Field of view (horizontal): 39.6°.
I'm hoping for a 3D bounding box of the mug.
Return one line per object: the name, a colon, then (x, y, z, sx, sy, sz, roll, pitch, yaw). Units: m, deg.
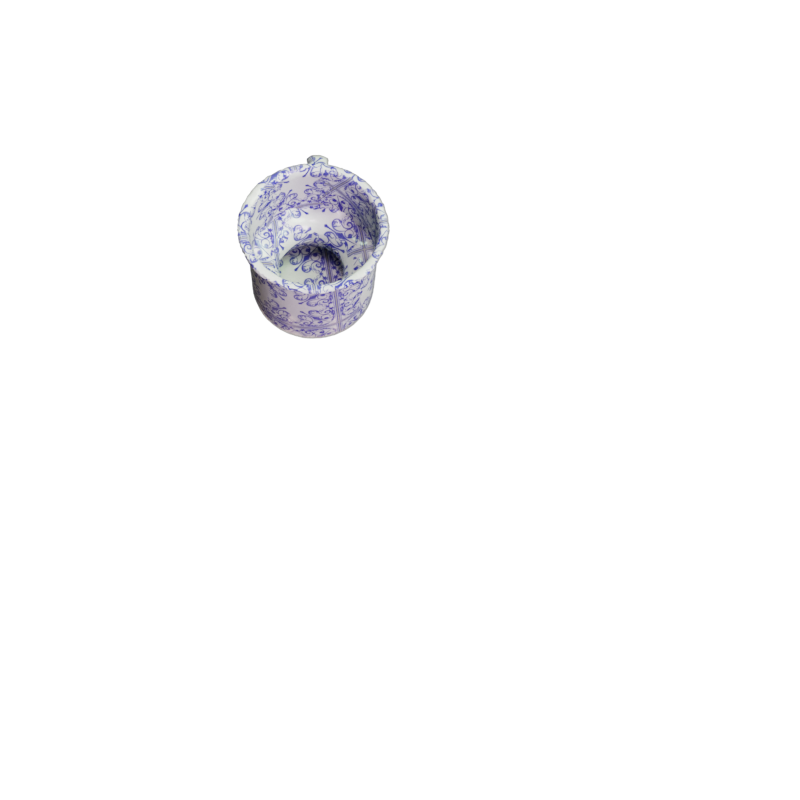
mug: (-0.056, -0.102, 0.718, 0.093, 0.124, 0.077, -1, -27, -2)
